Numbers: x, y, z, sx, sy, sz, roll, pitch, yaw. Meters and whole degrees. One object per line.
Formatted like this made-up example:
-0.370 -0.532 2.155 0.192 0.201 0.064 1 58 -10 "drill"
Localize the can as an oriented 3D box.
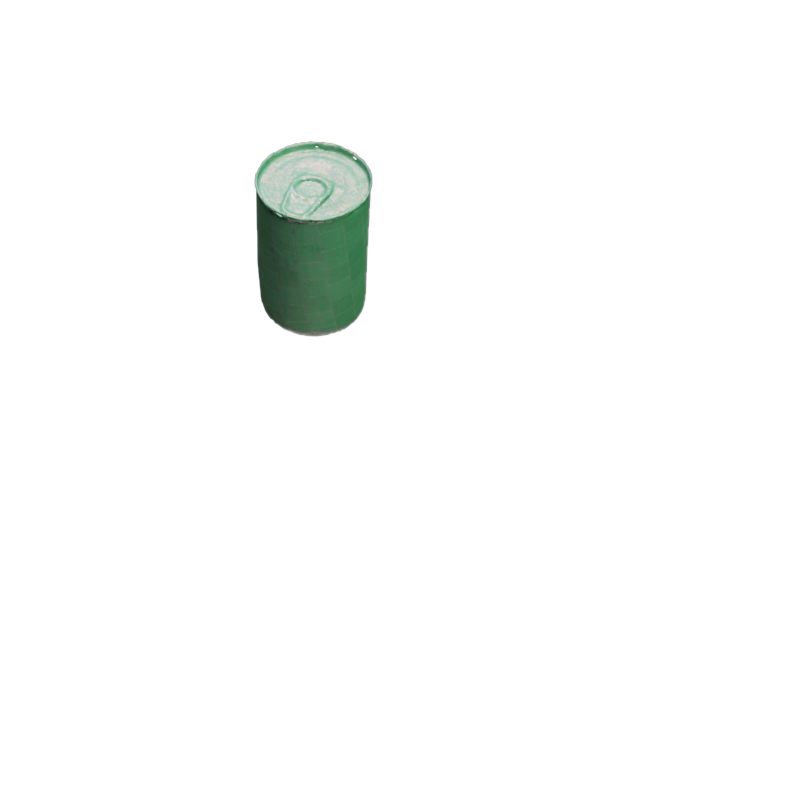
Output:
-0.053 -0.096 0.671 0.068 0.074 0.095 0 -41 -3 "can"
